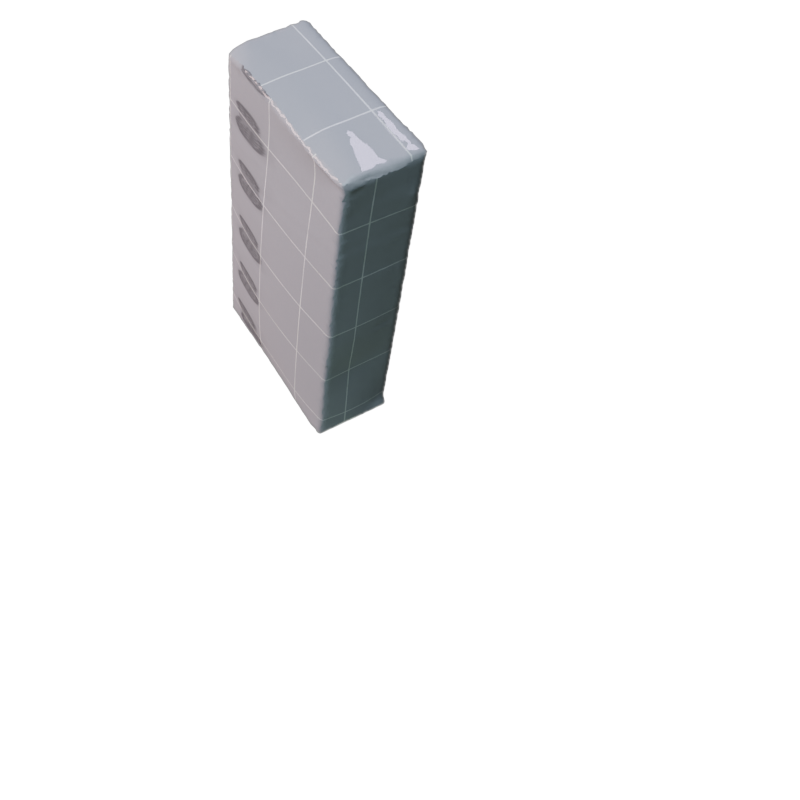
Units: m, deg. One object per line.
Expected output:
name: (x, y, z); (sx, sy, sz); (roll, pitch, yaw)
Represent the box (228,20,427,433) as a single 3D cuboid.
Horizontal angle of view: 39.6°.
box: (-0.039, -0.071, 0.498); (0.048, 0.100, 0.165); (-25, -30, -20)
